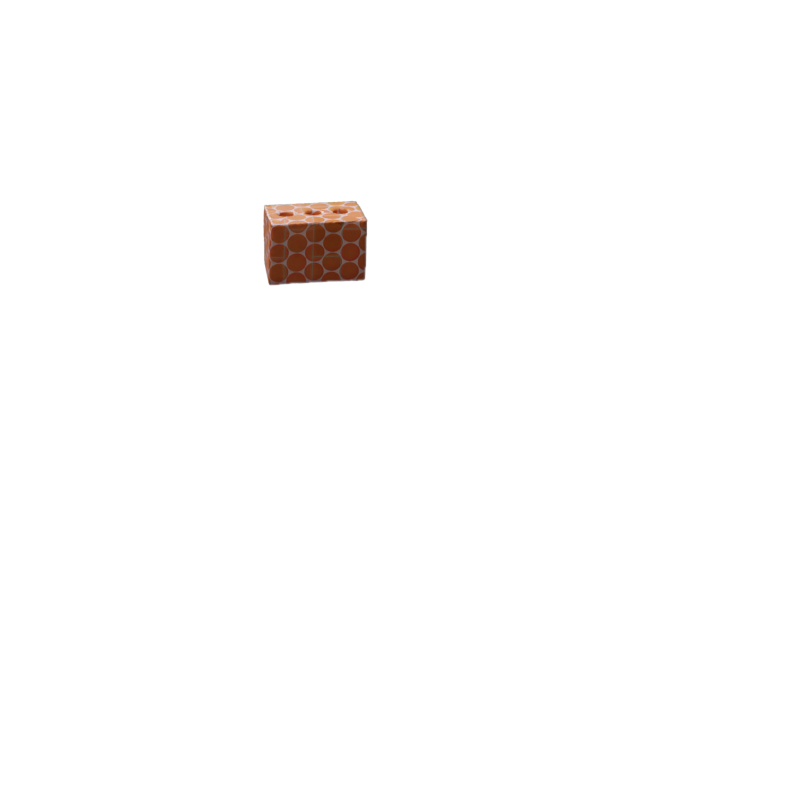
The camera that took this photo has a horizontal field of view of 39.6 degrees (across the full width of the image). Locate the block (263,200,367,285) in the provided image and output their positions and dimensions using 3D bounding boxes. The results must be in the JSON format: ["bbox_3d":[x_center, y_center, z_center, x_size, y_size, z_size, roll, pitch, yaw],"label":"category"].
[{"bbox_3d":[-0.069,-0.126,0.883,0.077,0.049,0.056,-4,25,-10],"label":"block"}]
